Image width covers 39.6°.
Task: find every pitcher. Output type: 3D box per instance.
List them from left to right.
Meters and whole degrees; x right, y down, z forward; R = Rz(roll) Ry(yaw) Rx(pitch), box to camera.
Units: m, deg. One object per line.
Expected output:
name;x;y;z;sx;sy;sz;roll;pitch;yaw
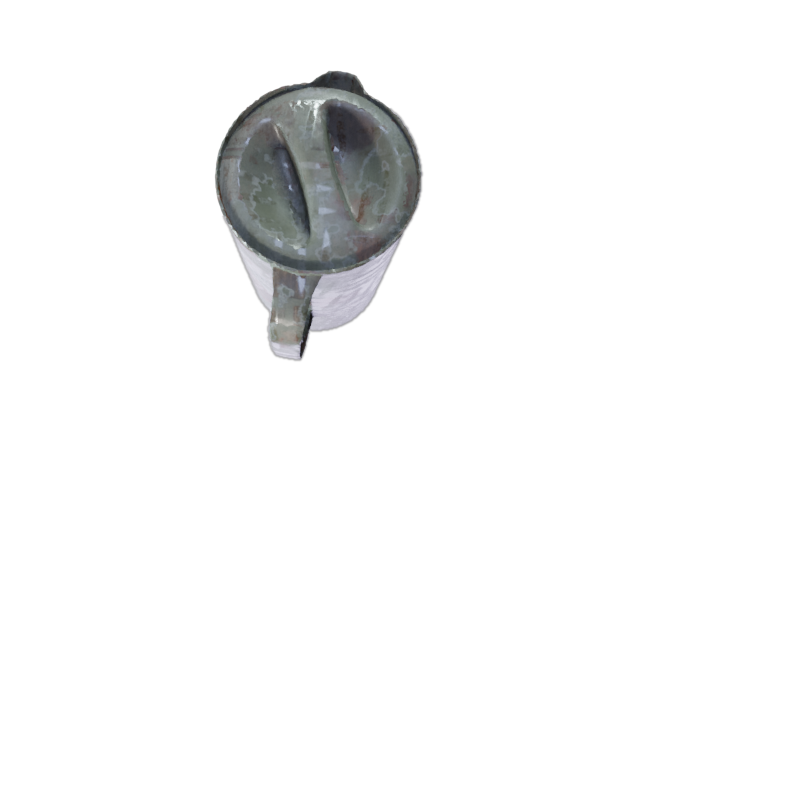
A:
pitcher;-0.064;-0.117;0.818;0.149;0.150;0.235;-34;-8;-9
